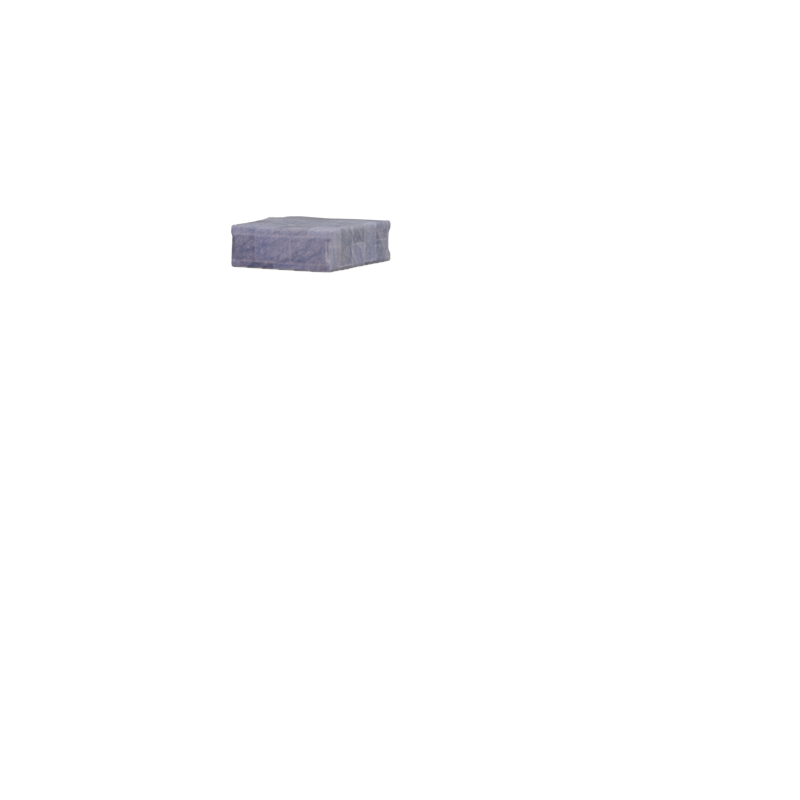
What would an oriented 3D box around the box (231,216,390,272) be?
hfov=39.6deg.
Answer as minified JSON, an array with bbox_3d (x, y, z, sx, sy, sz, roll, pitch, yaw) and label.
[{"bbox_3d":[-0.057,-0.104,0.725,0.076,0.029,0.088,7,15,26],"label":"box"}]
